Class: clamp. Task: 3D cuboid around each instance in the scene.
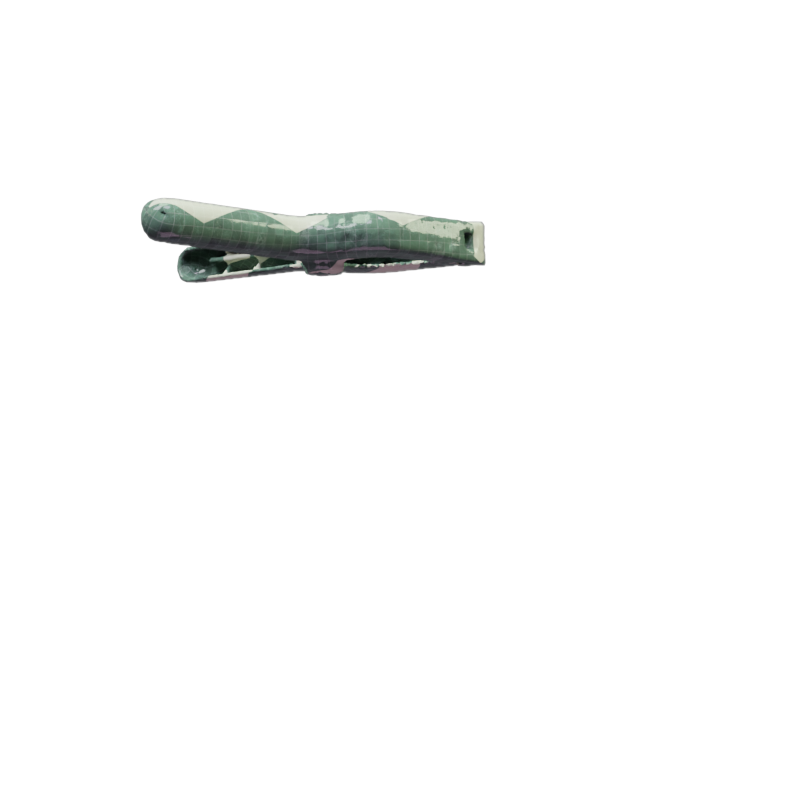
[{"bbox_3d":[-0.053,-0.098,0.683,0.212,0.037,0.160,0,-3,6],"label":"clamp"}]
